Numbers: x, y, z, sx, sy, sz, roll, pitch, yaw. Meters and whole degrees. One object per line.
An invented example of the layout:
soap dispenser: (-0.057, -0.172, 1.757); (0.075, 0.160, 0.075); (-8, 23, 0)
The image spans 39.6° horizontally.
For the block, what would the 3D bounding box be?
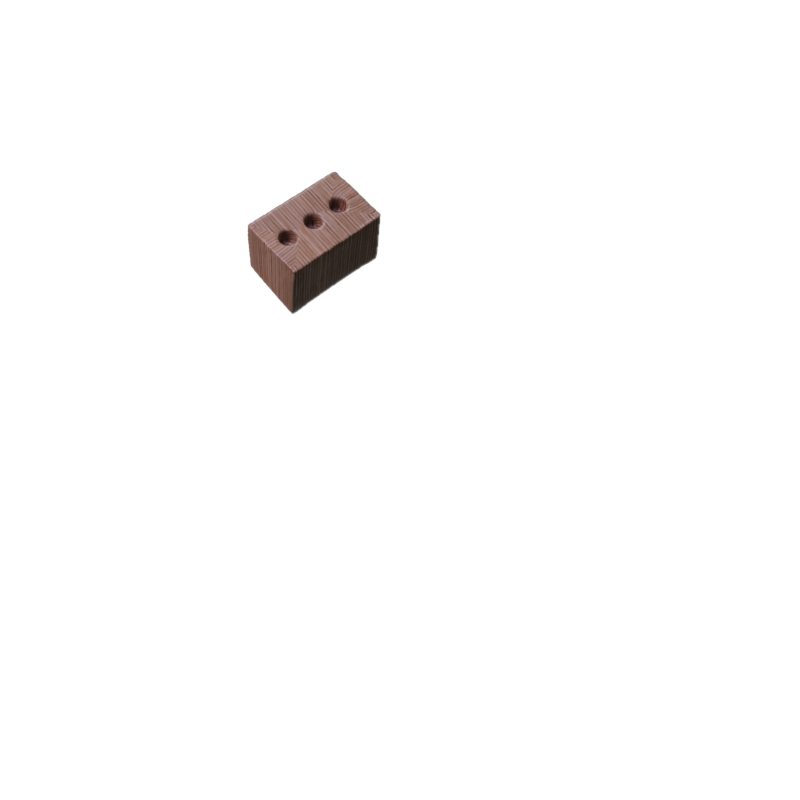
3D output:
block: (-0.060, -0.110, 0.767); (0.078, 0.056, 0.048); (-36, -24, -21)
